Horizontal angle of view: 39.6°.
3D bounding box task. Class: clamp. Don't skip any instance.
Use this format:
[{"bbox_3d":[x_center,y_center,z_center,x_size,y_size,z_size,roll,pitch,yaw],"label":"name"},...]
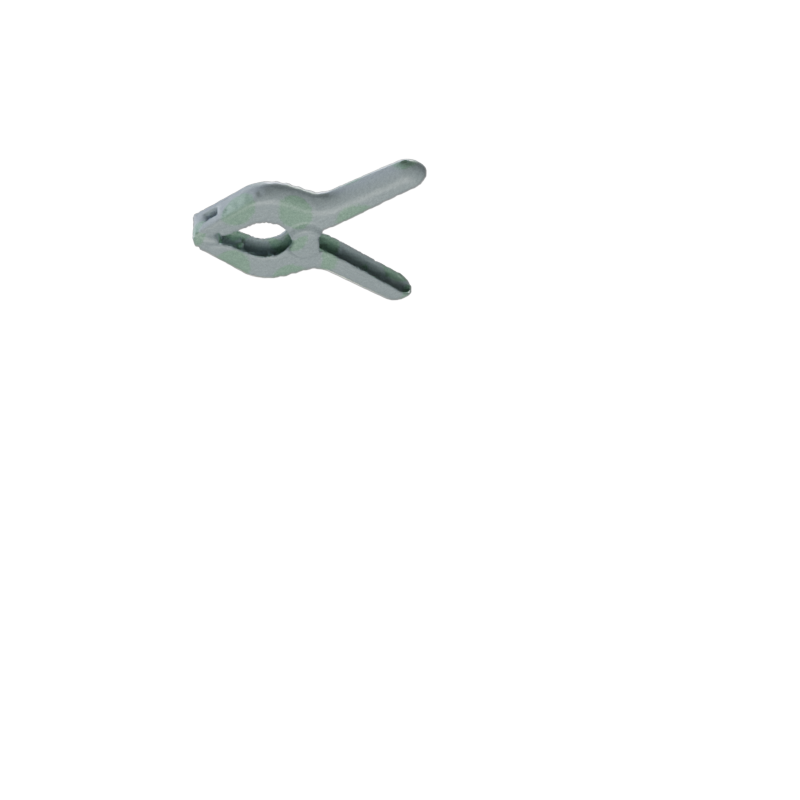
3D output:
[{"bbox_3d":[-0.064,-0.116,0.814,0.172,0.112,0.042,-4,33,3],"label":"clamp"}]
